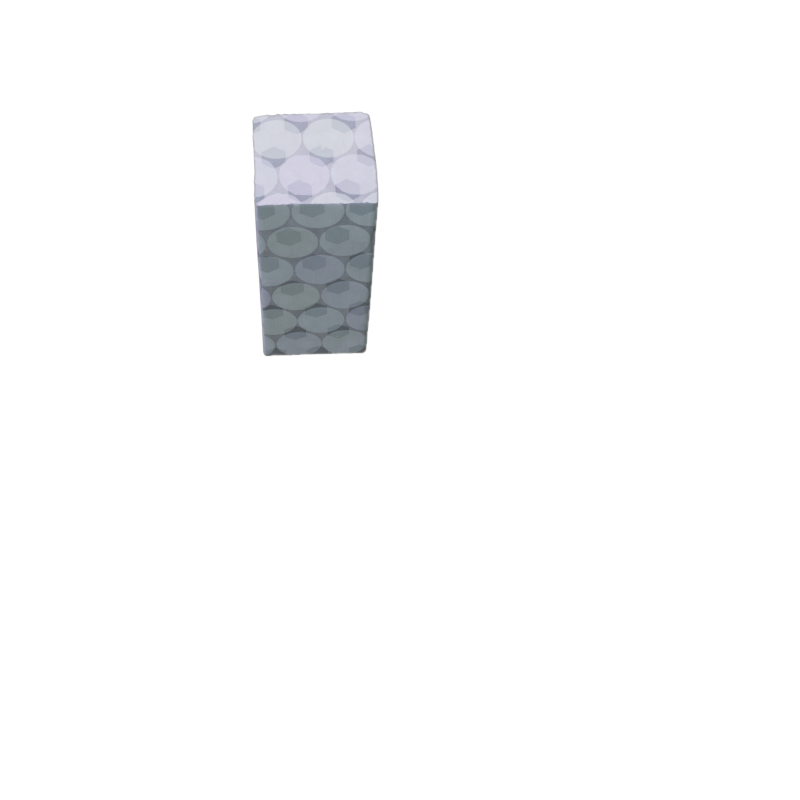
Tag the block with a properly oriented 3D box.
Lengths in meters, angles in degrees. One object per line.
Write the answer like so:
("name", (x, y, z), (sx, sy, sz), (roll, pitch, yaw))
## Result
("block", (-0.069, -0.128, 0.891), (0.090, 0.096, 0.193), (-2, -31, -5))
